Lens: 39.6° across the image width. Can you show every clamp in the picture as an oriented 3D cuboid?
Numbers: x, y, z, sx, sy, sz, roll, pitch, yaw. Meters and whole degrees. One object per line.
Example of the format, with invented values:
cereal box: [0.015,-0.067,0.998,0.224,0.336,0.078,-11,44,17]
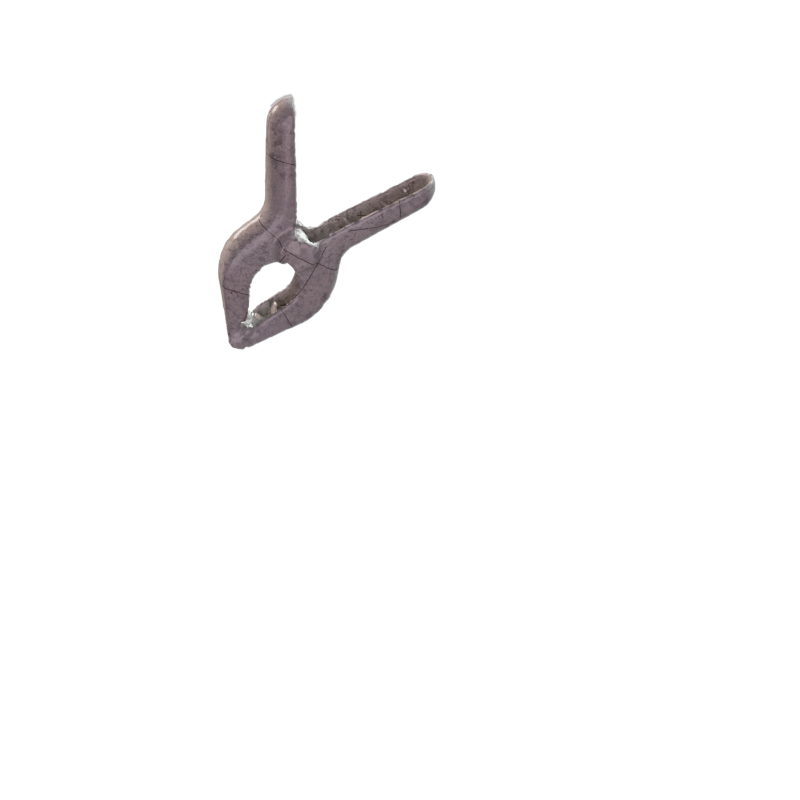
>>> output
clamp: [-0.057,-0.104,0.727,0.117,0.166,0.041,22,24,-11]
